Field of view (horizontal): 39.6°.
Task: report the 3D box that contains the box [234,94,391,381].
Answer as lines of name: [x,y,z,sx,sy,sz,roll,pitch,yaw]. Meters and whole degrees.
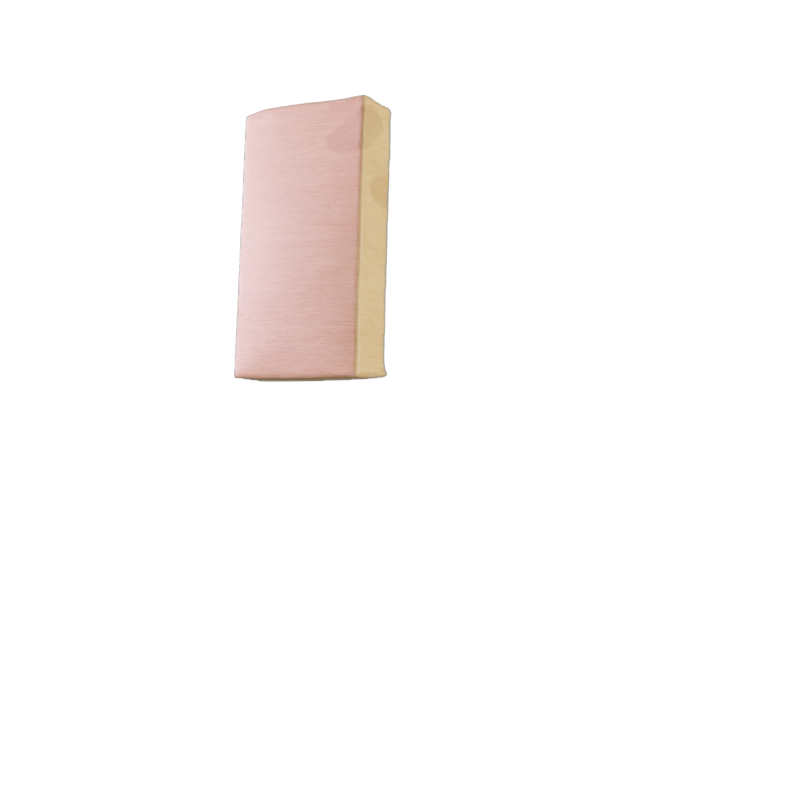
box: [-0.056,-0.101,0.709,0.096,0.180,0.046,-4,-9,29]
